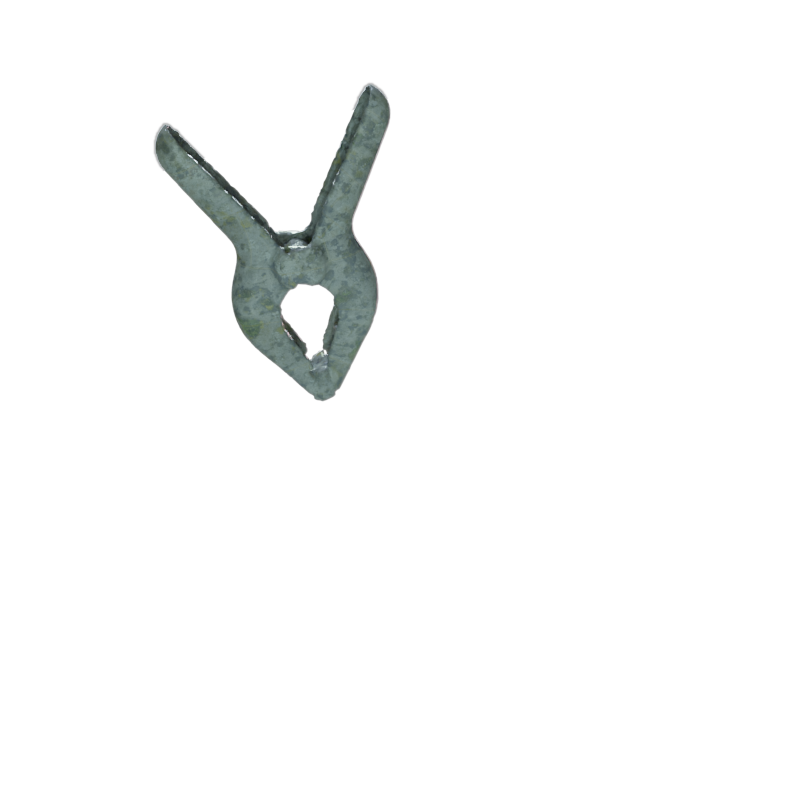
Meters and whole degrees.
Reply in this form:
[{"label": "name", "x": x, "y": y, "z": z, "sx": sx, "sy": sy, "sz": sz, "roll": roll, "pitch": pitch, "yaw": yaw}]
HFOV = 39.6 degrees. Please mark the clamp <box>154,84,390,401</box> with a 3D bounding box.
[{"label": "clamp", "x": -0.046, "y": -0.084, "z": 0.589, "sx": 0.120, "sy": 0.162, "sz": 0.041, "roll": -16, "pitch": 25, "yaw": 7}]
